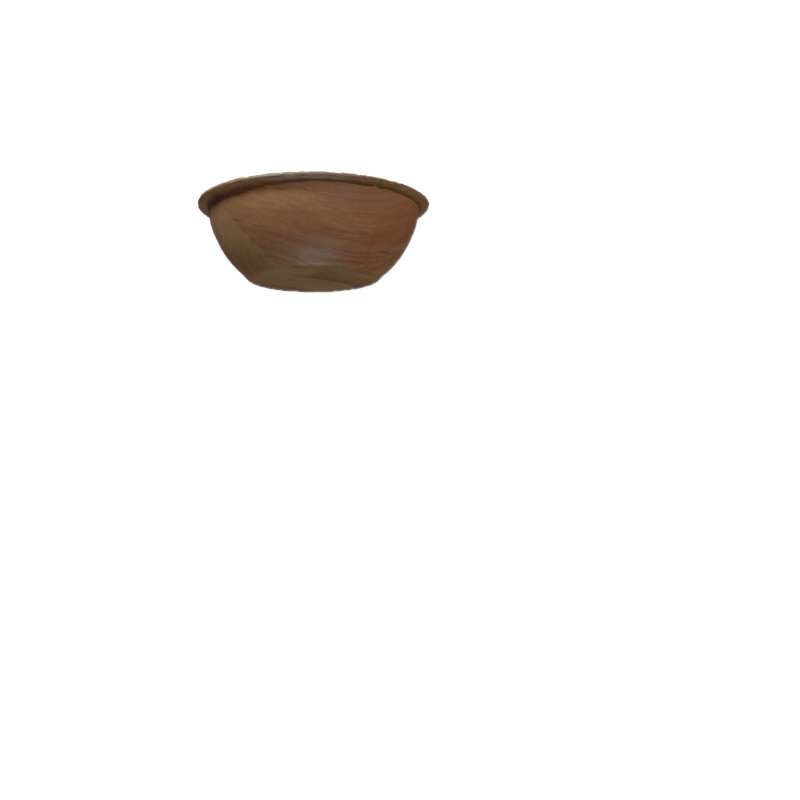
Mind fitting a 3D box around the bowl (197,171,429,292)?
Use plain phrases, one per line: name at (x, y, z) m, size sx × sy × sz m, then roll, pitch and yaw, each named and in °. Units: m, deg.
bowl at (-0.060, -0.110, 0.768) m, size 0.162 × 0.056 × 0.158 m, roll 0°, pitch -7°, yaw -2°
